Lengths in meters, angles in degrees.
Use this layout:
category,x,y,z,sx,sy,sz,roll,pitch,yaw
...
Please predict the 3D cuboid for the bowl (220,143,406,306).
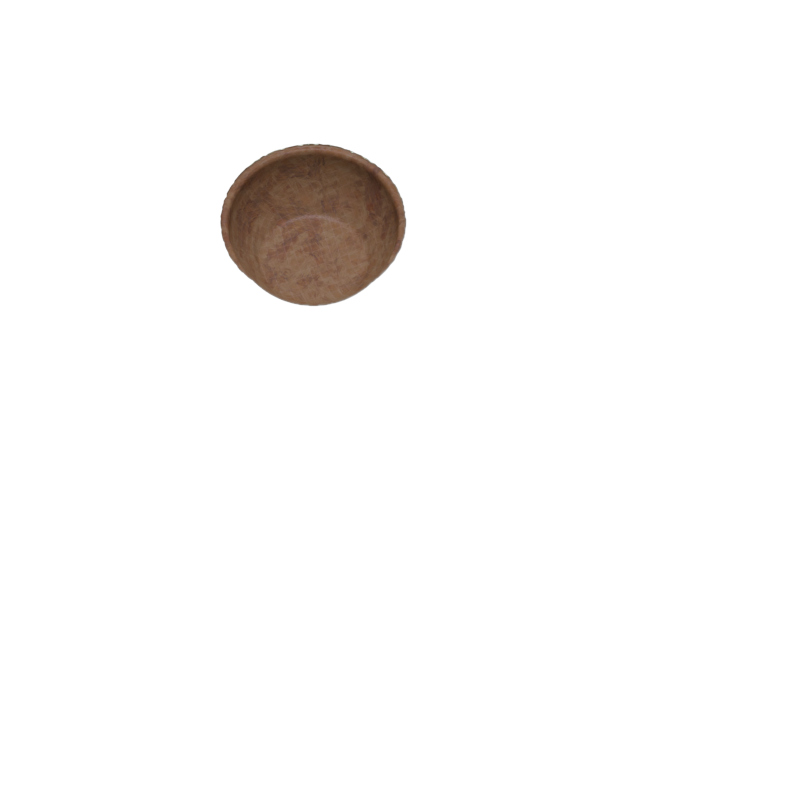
category,x,y,z,sx,sy,sz,roll,pitch,yaw
bowl,-0.074,-0.135,0.943,0.162,0.151,0.059,1,38,-1
